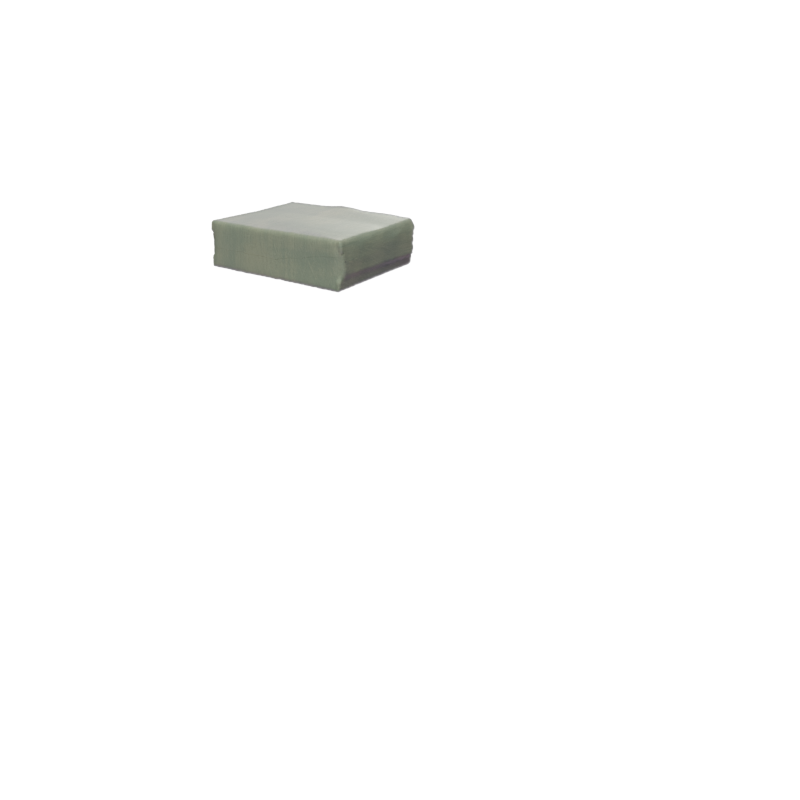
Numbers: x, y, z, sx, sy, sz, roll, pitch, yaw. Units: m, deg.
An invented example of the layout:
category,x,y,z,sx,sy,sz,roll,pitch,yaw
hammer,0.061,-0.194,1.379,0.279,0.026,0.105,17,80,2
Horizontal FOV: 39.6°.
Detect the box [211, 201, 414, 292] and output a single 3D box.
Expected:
category,x,y,z,sx,sy,sz,roll,pitch,yaw
box,-0.048,-0.088,0.620,0.094,0.029,0.072,13,23,33
